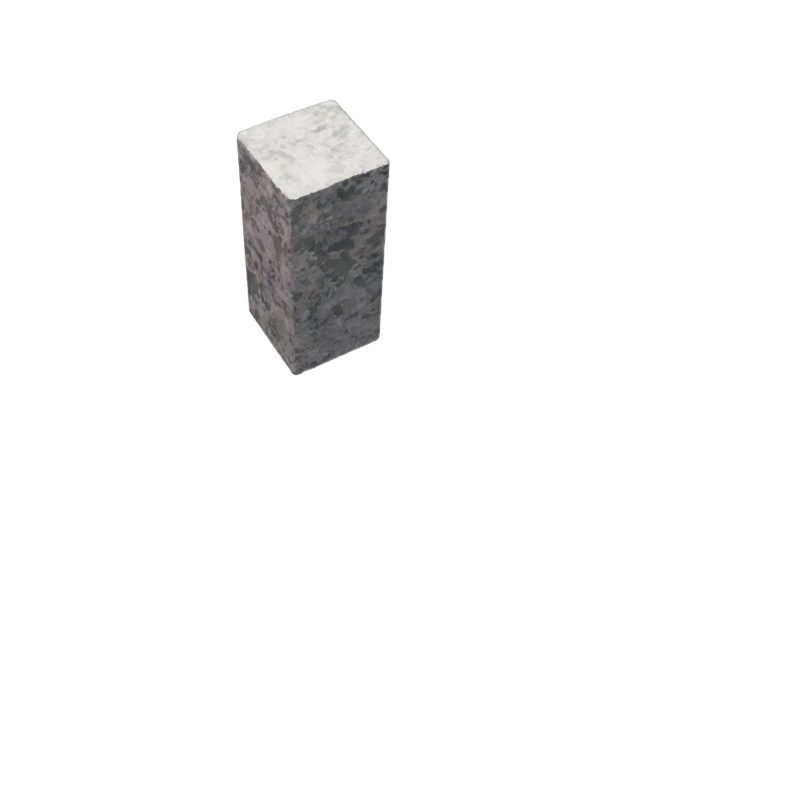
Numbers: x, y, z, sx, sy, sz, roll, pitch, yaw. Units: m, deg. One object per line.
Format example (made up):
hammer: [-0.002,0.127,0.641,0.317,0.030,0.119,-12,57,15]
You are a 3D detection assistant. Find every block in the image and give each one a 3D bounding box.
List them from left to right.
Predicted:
block: [-0.072,-0.130,0.912,0.090,0.098,0.192,-23,-35,-21]
